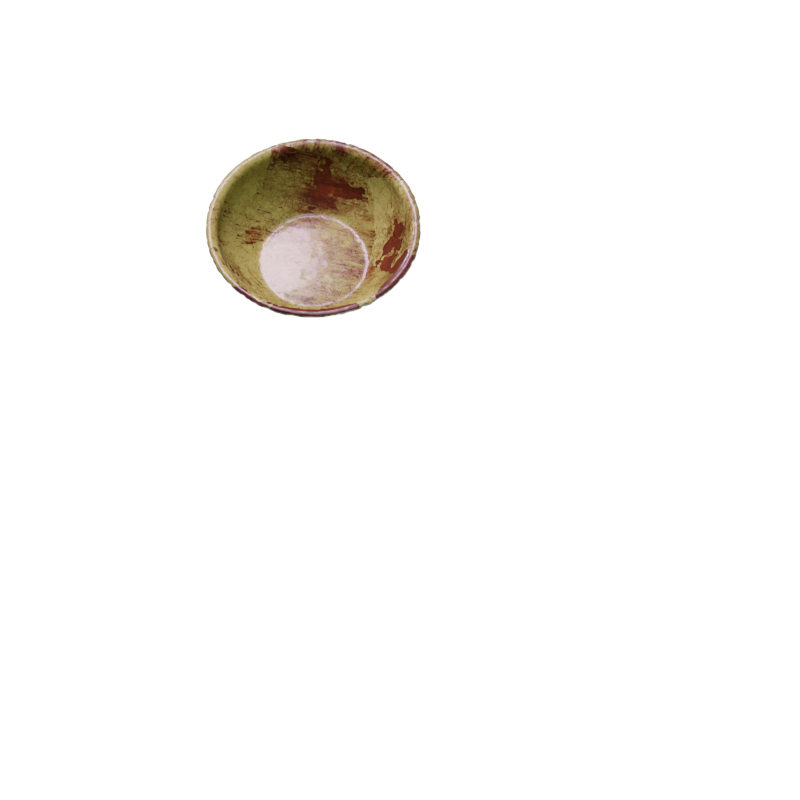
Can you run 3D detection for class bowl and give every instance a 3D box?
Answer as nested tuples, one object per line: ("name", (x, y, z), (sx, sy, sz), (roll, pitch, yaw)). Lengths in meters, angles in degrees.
("bowl", (-0.067, -0.122, 0.852), (0.162, 0.173, 0.052), (-1, -31, -1))
